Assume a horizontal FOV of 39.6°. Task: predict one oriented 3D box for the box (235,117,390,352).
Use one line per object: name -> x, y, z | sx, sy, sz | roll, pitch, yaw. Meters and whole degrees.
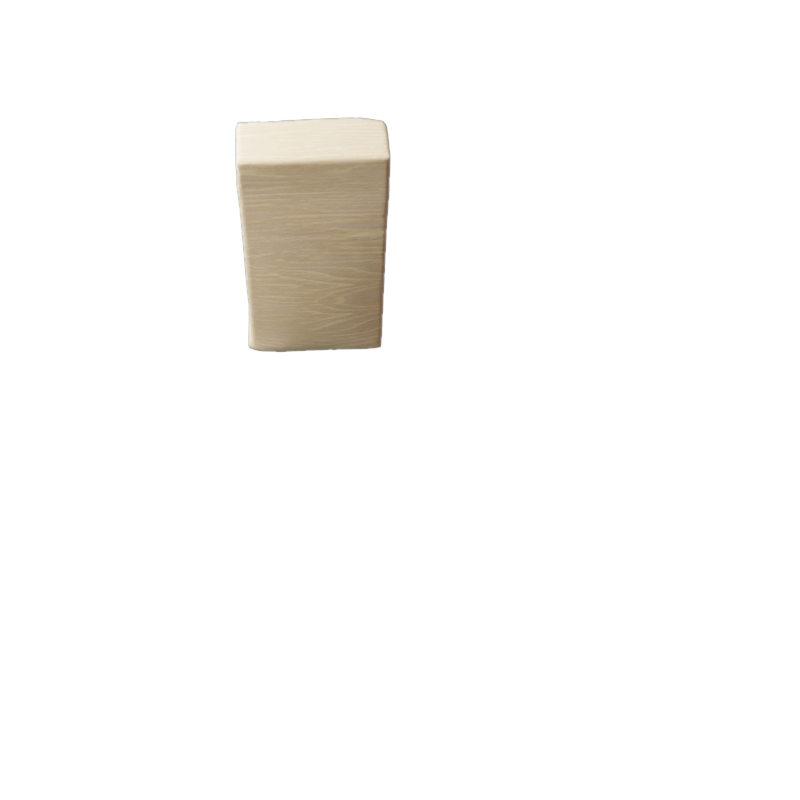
box -> -0.056, -0.102, 0.716 | 0.093, 0.052, 0.164 | -1, -43, -4
